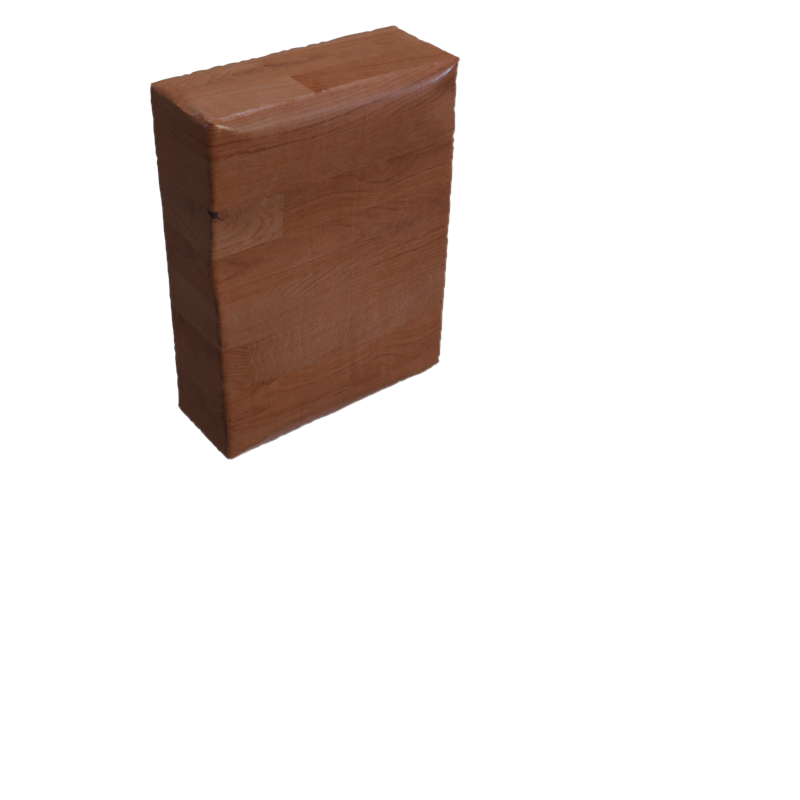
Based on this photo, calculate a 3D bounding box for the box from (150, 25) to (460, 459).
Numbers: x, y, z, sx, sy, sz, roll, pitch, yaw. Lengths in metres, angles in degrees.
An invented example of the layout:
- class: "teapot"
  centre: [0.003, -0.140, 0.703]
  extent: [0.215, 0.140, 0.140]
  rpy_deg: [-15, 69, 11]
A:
- class: "box"
  centre: [-0.050, -0.092, 0.643]
  extent: [0.162, 0.201, 0.077]
  rpy_deg: [-22, 40, -31]
